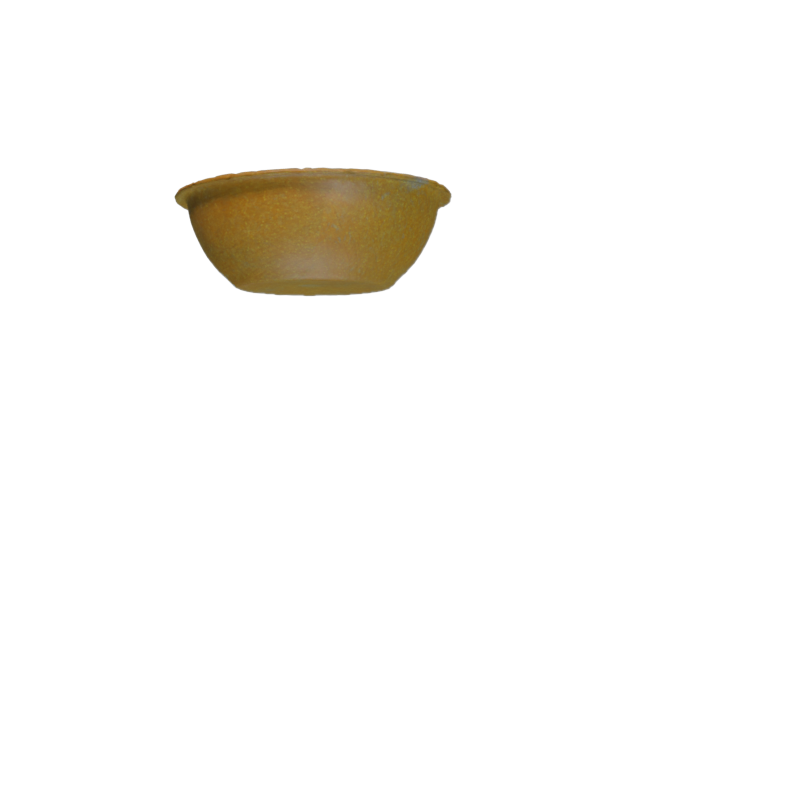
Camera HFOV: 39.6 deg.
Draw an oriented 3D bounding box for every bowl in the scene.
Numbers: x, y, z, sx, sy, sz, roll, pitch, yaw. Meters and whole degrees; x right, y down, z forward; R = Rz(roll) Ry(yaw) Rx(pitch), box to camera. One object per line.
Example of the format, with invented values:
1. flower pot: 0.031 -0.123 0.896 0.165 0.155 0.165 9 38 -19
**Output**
1. bowl: -0.051 -0.092 0.646 0.162 0.056 0.161 0 -1 -2
